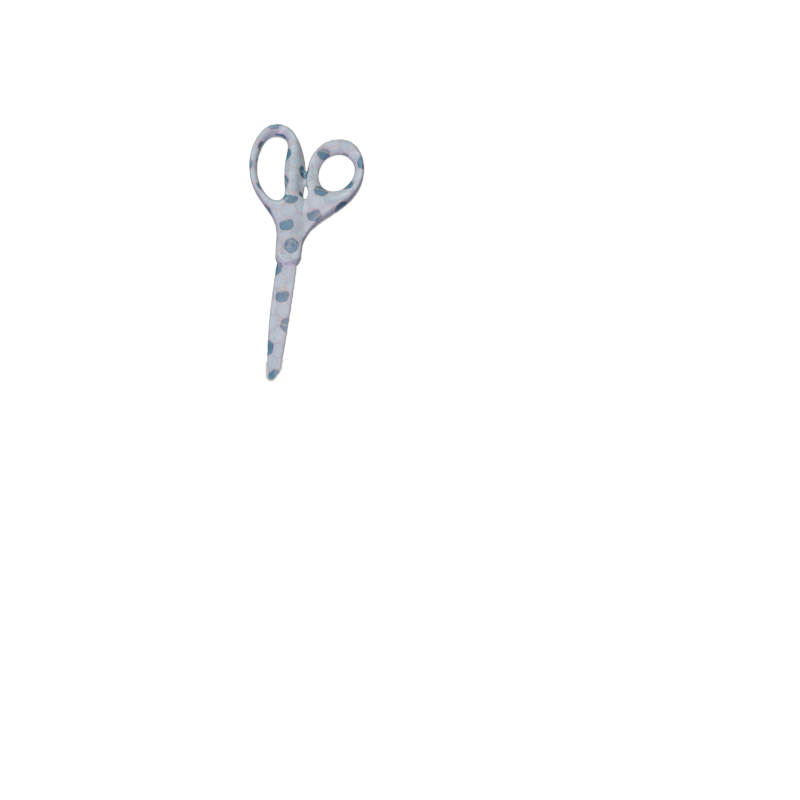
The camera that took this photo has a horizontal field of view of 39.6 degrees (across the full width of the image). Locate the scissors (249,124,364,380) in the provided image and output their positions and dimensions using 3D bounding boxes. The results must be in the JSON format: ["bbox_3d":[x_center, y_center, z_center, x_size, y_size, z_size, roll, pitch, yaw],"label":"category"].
[{"bbox_3d":[-0.064,-0.117,0.818,0.096,0.213,0.015,-9,-23,-4],"label":"scissors"}]
